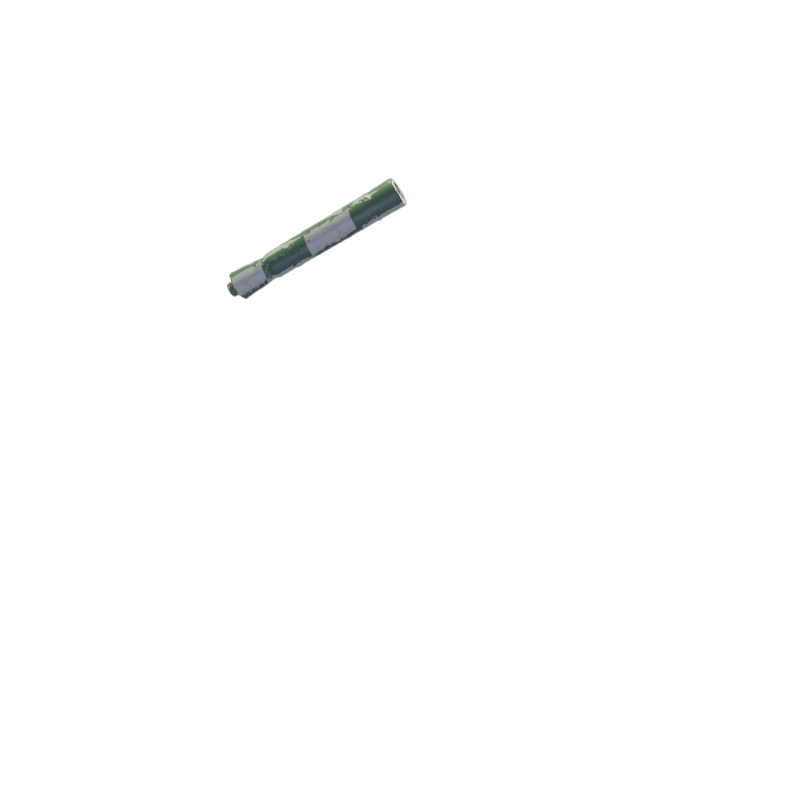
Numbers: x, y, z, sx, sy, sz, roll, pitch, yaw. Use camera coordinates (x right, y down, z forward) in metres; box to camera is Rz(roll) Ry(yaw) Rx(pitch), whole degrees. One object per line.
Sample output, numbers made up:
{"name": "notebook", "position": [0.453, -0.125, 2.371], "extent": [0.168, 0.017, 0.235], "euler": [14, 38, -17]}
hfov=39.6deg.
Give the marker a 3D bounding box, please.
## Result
{"name": "marker", "position": [-0.052, -0.095, 0.668], "extent": [0.121, 0.020, 0.019], "euler": [-29, -2, 13]}
